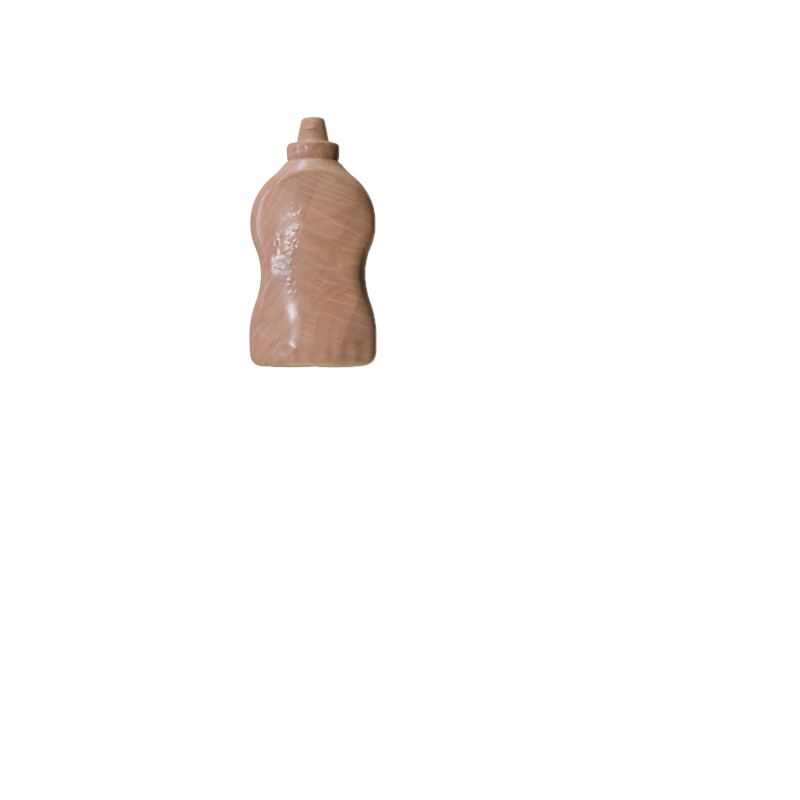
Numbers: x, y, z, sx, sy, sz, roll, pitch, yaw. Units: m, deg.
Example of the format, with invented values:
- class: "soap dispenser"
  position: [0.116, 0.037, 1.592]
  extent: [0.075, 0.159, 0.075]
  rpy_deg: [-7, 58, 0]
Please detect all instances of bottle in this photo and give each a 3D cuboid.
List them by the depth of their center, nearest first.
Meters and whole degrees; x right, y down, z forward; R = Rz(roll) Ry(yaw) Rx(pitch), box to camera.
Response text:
- class: "bottle"
  position: [-0.067, -0.122, 0.854]
  extent: [0.097, 0.194, 0.057]
  rpy_deg: [-1, -4, 7]
